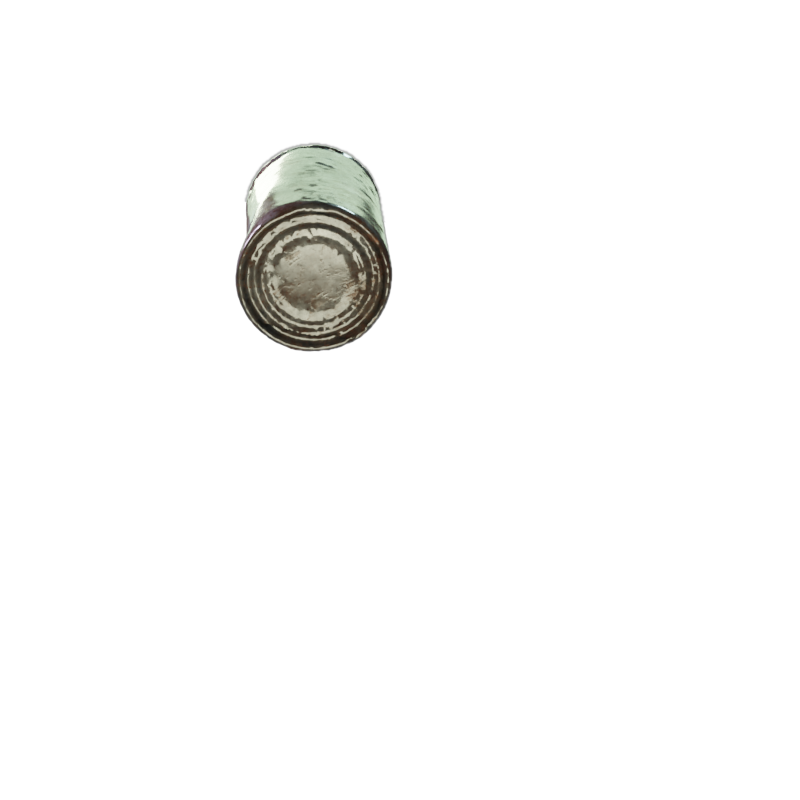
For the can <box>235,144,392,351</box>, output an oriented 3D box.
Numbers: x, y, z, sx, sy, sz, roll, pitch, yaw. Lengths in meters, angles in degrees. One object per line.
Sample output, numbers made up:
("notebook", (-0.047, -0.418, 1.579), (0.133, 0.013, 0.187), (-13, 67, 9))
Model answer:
("can", (-0.040, -0.073, 0.509), (0.068, 0.065, 0.107), (0, 24, -3))
